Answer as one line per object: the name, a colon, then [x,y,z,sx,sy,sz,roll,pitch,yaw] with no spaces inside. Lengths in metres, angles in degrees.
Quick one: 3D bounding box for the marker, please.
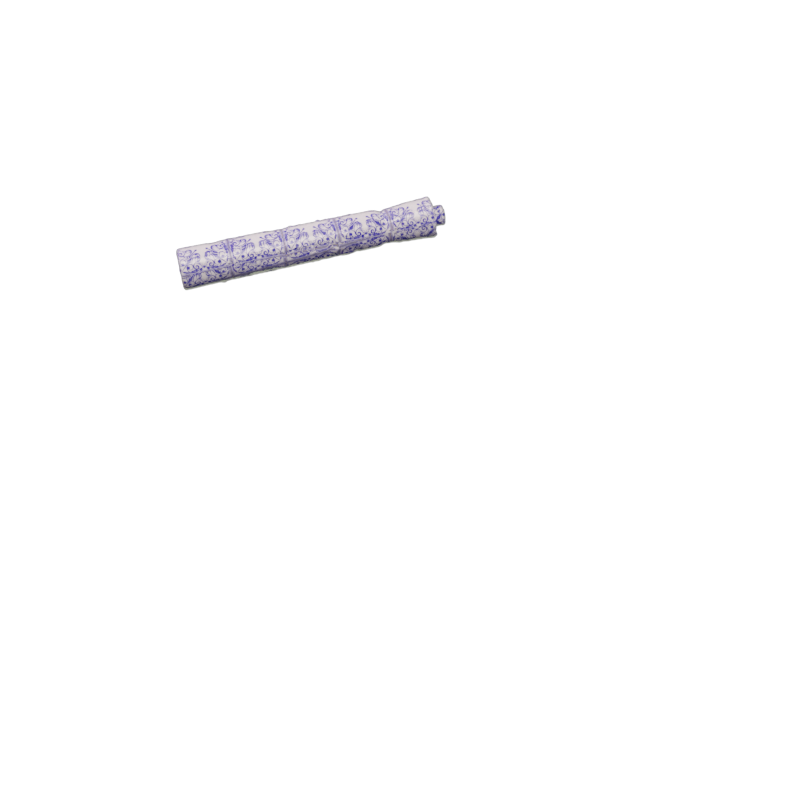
marker: [-0.039,-0.071,0.495,0.120,0.020,0.020,-13,6,-6]
